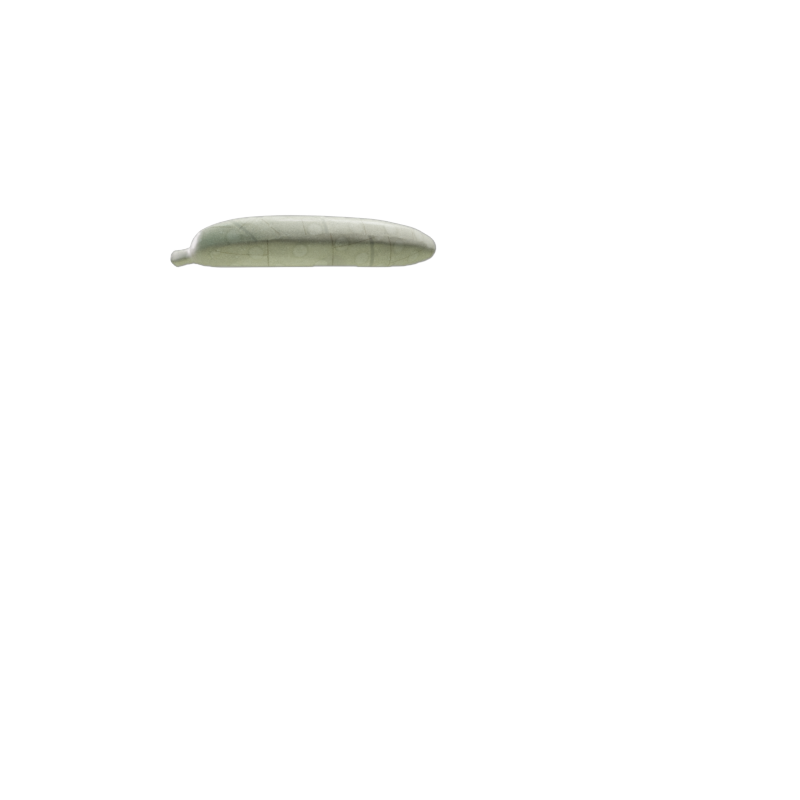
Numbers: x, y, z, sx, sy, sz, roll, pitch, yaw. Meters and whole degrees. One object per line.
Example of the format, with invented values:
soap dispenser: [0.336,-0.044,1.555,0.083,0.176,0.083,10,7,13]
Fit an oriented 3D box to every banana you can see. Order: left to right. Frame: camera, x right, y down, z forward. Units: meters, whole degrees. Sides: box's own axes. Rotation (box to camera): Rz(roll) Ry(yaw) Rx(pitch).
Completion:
banana: [-0.062,-0.113,0.789,0.195,0.036,0.071,-2,6,-12]
